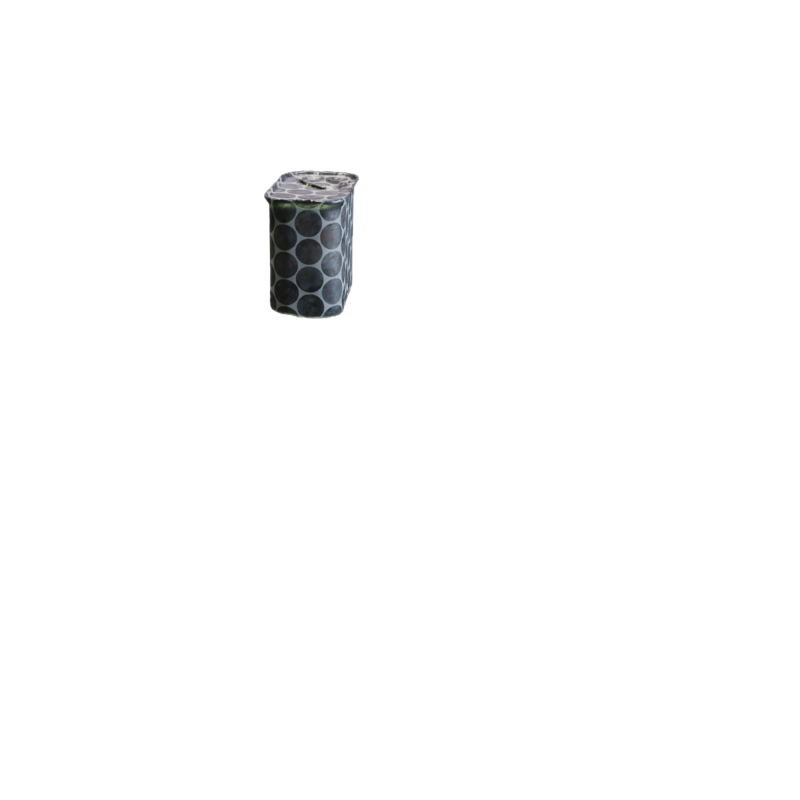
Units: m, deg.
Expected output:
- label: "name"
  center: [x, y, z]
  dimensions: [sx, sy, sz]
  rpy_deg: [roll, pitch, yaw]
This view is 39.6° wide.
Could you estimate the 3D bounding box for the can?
- label: "can"
  center: [-0.062, -0.113, 0.788]
  dimensions: [0.058, 0.081, 0.105]
  rpy_deg: [2, 20, 4]
